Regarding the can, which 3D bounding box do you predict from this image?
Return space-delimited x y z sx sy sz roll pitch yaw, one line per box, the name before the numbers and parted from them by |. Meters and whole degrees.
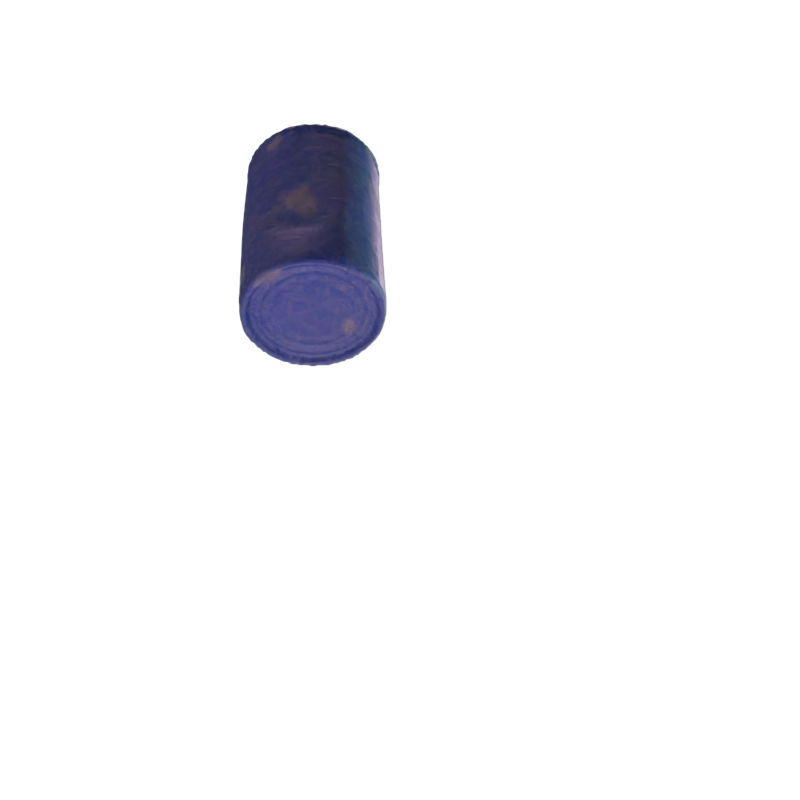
can | -0.041 -0.076 0.529 0.068 0.064 0.110 -1 45 -3
